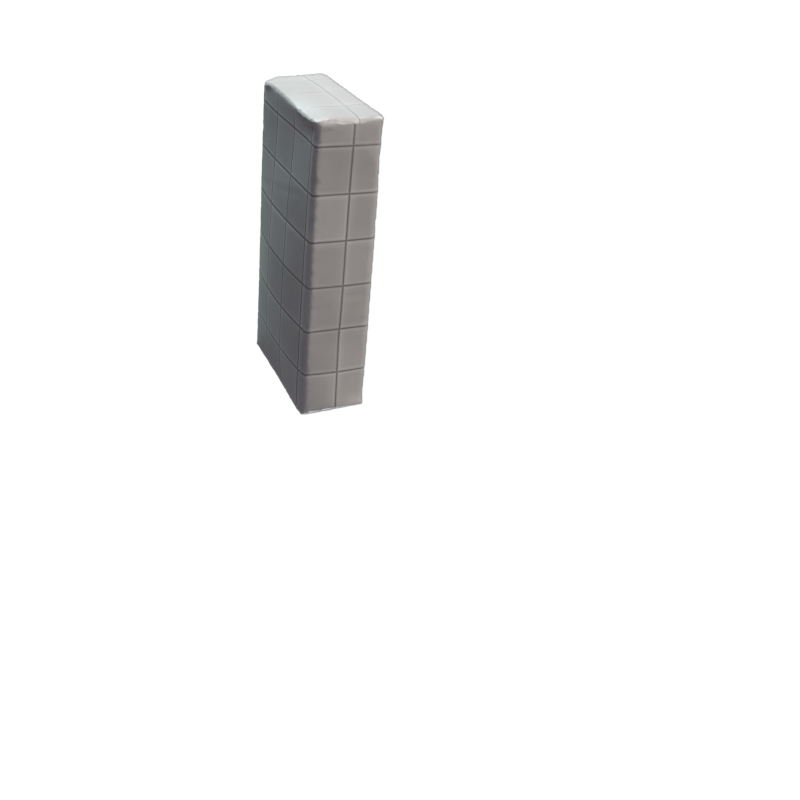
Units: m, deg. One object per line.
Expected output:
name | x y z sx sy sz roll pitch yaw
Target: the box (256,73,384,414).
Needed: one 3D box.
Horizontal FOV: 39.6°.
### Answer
box | -0.050 -0.091 0.640 0.047 0.167 0.100 -8 28 -21
